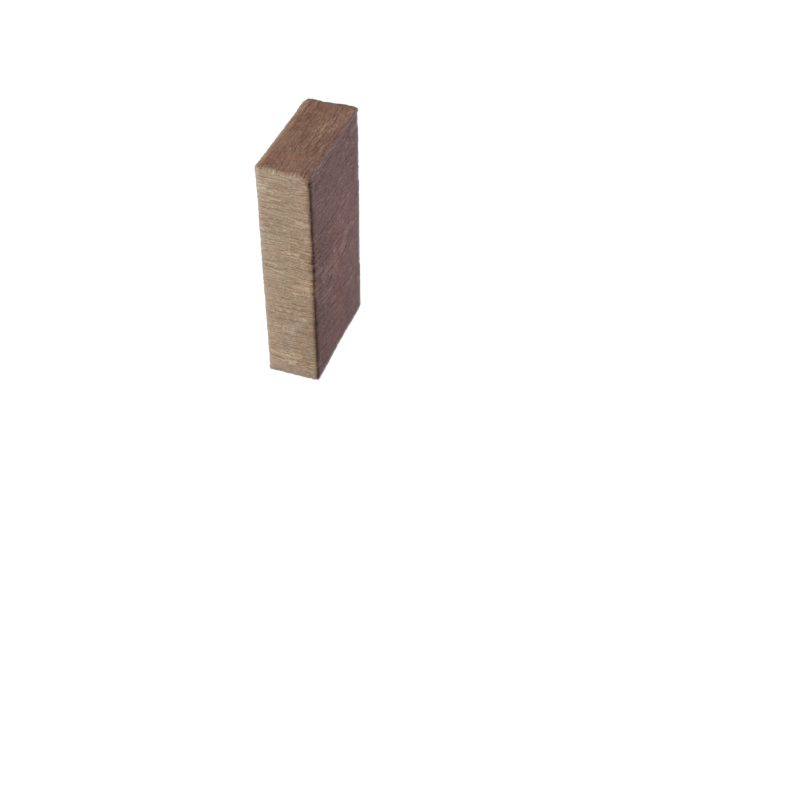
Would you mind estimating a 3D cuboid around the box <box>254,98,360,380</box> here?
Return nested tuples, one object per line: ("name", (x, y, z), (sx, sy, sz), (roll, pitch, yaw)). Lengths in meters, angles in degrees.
("box", (-0.060, -0.110, 0.773), (0.049, 0.164, 0.097), (14, 44, 11))
